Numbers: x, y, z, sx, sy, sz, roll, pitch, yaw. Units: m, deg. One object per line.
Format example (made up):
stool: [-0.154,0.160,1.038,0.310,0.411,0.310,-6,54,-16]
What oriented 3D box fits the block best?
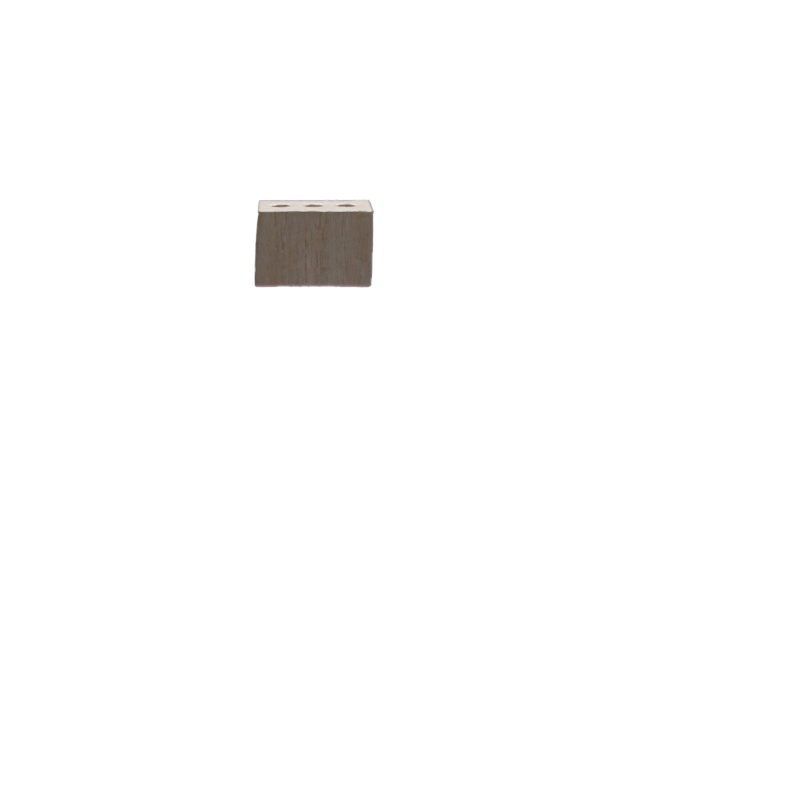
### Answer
block: [-0.058,-0.106,0.744,0.078,0.050,0.055,0,16,-3]
